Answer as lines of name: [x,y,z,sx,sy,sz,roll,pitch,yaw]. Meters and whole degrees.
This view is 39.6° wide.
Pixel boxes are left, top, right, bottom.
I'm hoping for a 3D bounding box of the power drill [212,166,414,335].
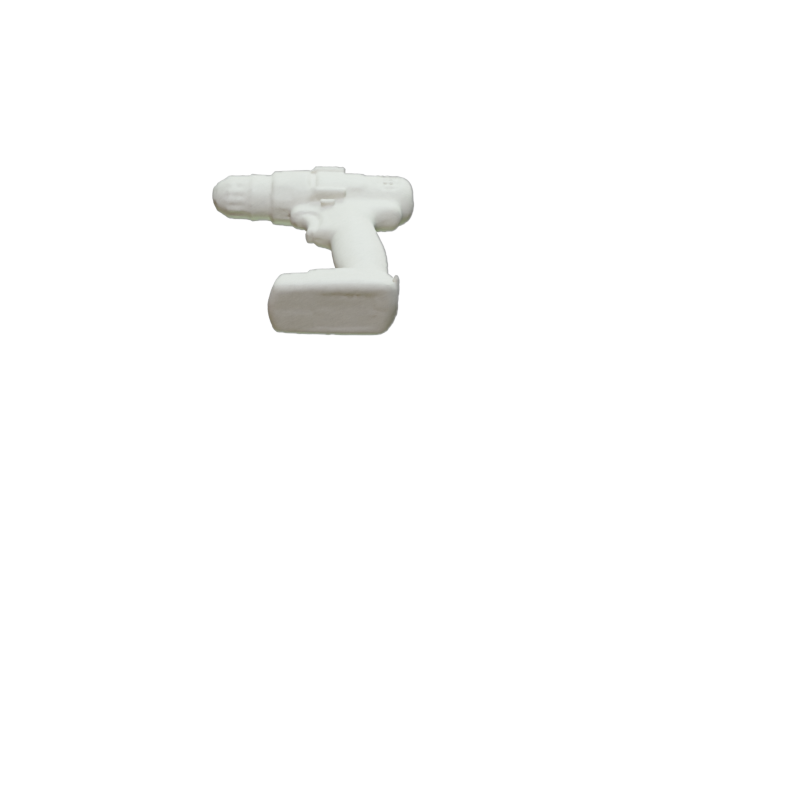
power drill: [-0.075,-0.137,0.961,0.184,0.053,0.201,-1,42,-2]
